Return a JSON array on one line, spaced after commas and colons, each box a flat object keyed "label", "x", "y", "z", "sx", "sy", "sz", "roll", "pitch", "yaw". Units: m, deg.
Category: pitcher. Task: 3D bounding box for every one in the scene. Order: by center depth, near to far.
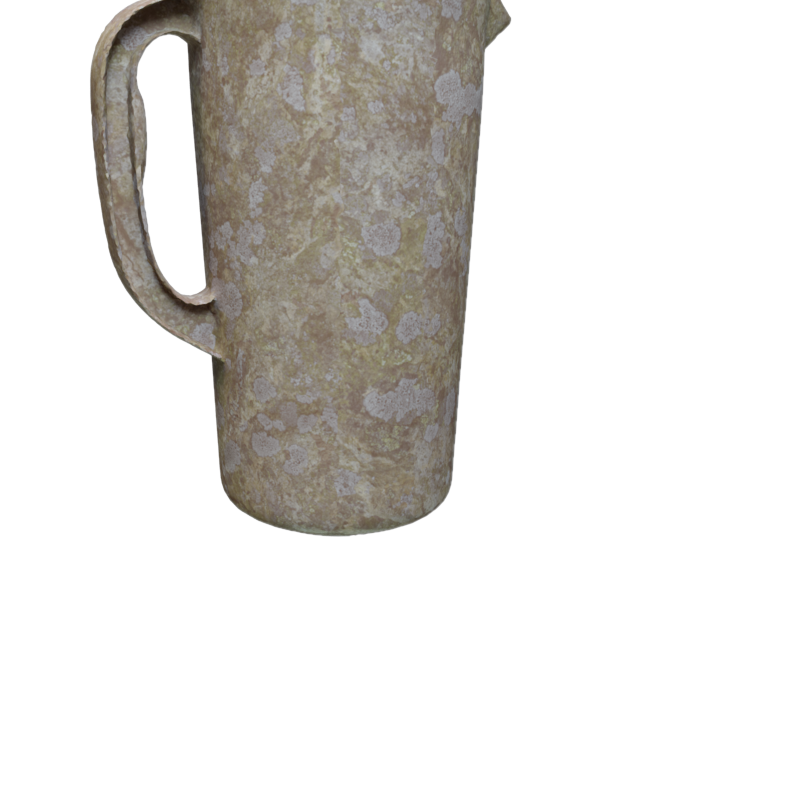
[{"label": "pitcher", "x": -0.038, "y": -0.070, "z": 0.491, "sx": 0.153, "sy": 0.236, "sz": 0.145, "roll": 5, "pitch": 14, "yaw": 18}]
